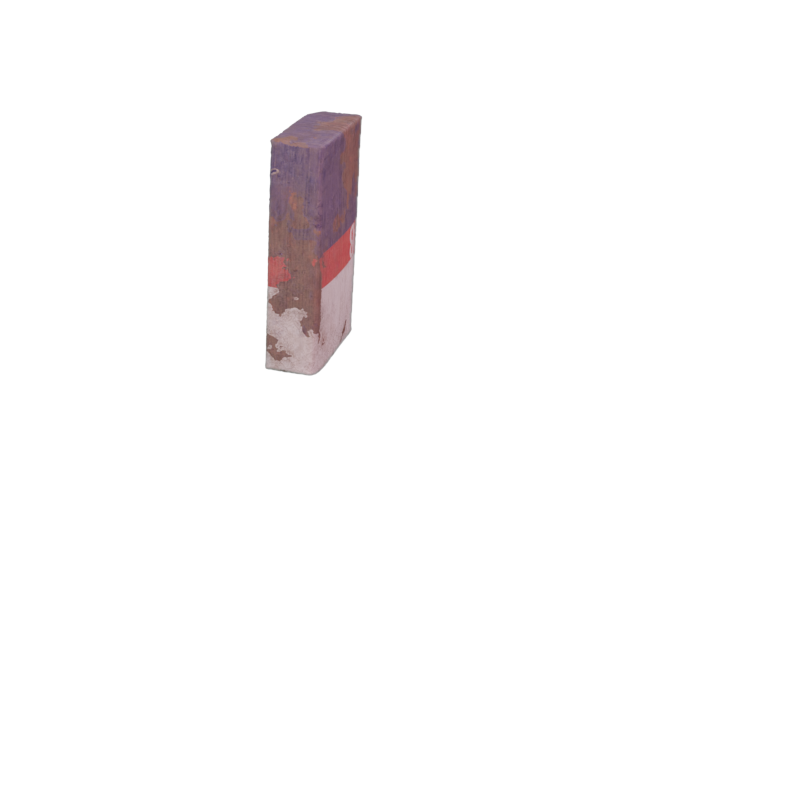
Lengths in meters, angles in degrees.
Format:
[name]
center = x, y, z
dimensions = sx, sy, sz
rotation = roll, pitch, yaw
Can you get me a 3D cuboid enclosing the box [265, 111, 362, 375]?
[box]
center = -0.064, -0.116, 0.813
dimensions = 0.049, 0.168, 0.095
rotation = 7, 23, 14
